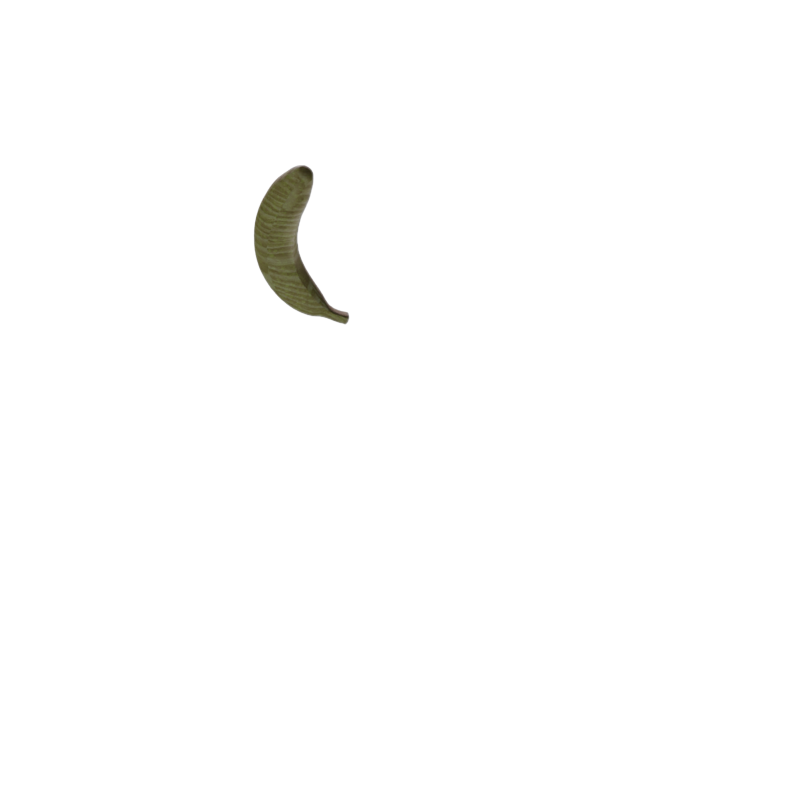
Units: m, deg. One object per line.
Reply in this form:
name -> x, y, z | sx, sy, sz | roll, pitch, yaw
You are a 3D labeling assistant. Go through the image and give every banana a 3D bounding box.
banana -> -0.092, -0.132, 0.958 | 0.070, 0.039, 0.183 | -5, -36, 6
